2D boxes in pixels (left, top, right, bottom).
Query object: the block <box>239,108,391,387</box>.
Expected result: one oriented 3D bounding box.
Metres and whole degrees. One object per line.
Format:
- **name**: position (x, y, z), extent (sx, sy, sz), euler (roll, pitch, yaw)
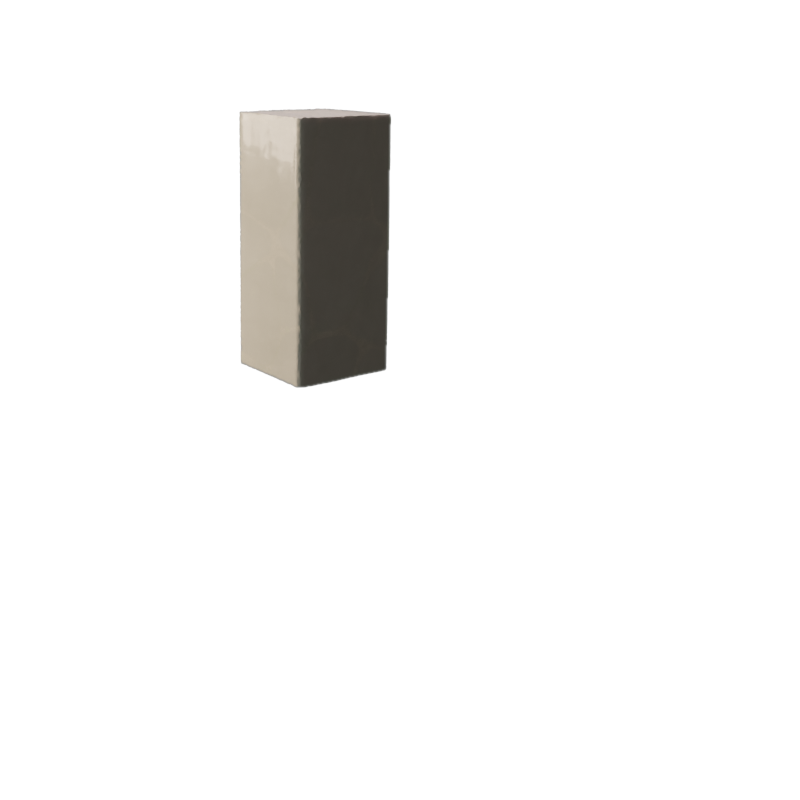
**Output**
- **block**: position (-0.069, -0.126, 0.885), extent (0.088, 0.201, 0.096), euler (-8, 14, -37)
